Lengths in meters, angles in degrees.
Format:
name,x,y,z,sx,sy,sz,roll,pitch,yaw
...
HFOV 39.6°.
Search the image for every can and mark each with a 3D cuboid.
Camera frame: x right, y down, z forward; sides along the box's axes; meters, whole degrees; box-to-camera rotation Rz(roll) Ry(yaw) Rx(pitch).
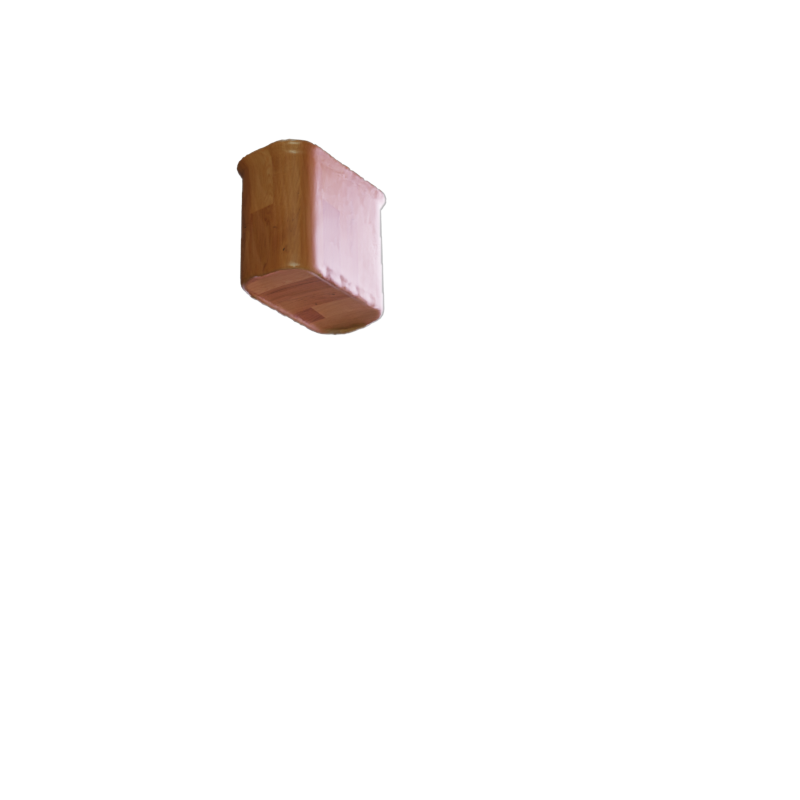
name,x,y,z,sx,sy,sz,roll,pitch,yaw
can,-0.052,-0.096,0.670,0.058,0.089,0.095,-19,-30,32
